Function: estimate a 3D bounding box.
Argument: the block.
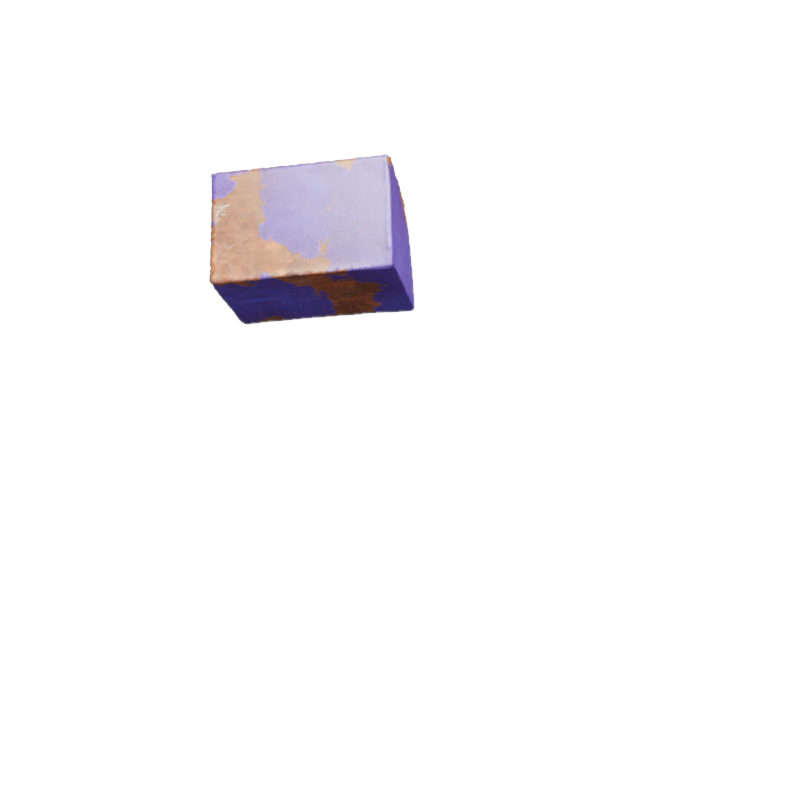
[{"bbox_3d":[-0.037,-0.067,0.468,0.079,0.054,0.050,-4,-20,10],"label":"block"}]
